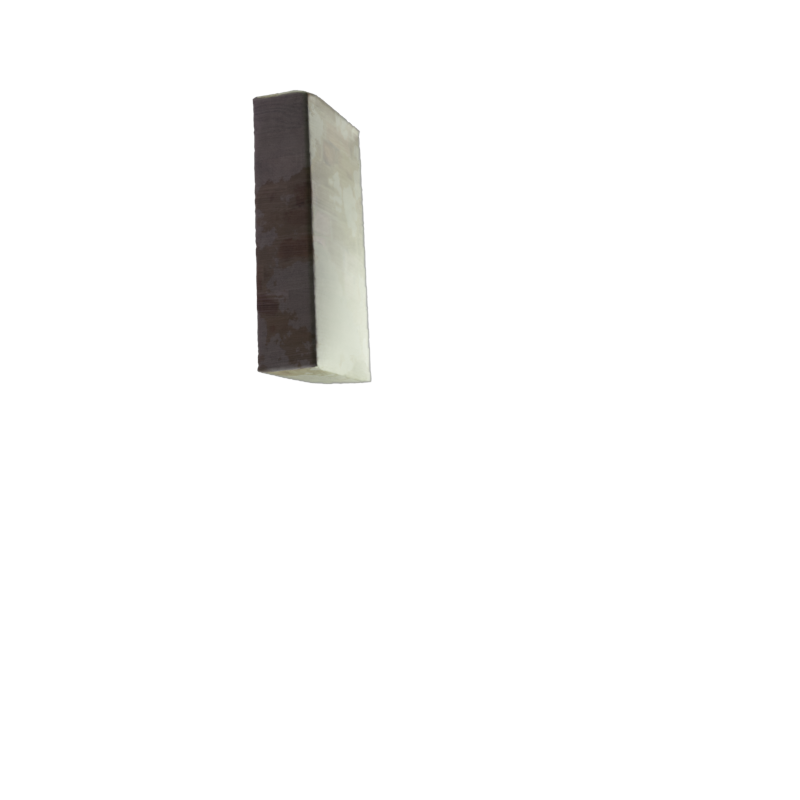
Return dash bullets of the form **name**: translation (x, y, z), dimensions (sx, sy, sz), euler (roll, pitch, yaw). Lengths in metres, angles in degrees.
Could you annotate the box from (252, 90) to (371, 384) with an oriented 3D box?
- **box**: translation (-0.056, -0.102, 0.712), dimensions (0.049, 0.182, 0.089), euler (-6, -12, 21)
